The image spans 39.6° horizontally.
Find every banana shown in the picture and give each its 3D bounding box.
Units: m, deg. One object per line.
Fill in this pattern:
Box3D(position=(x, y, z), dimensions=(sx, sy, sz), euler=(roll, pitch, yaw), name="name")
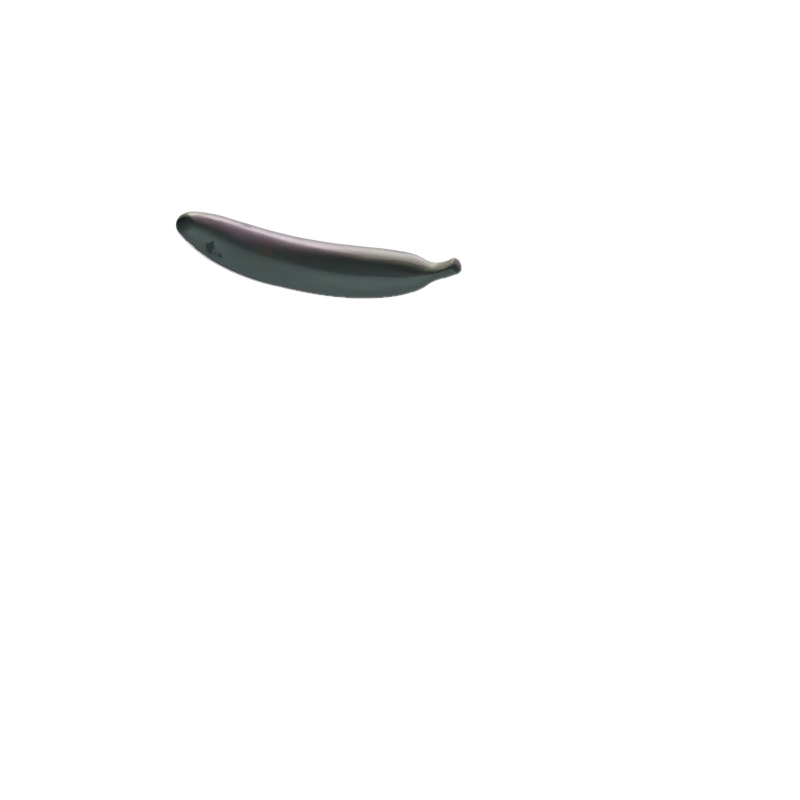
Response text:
Box3D(position=(-0.061, -0.101, 0.774), dimensions=(0.194, 0.039, 0.067), euler=(6, -27, -13), name="banana")
